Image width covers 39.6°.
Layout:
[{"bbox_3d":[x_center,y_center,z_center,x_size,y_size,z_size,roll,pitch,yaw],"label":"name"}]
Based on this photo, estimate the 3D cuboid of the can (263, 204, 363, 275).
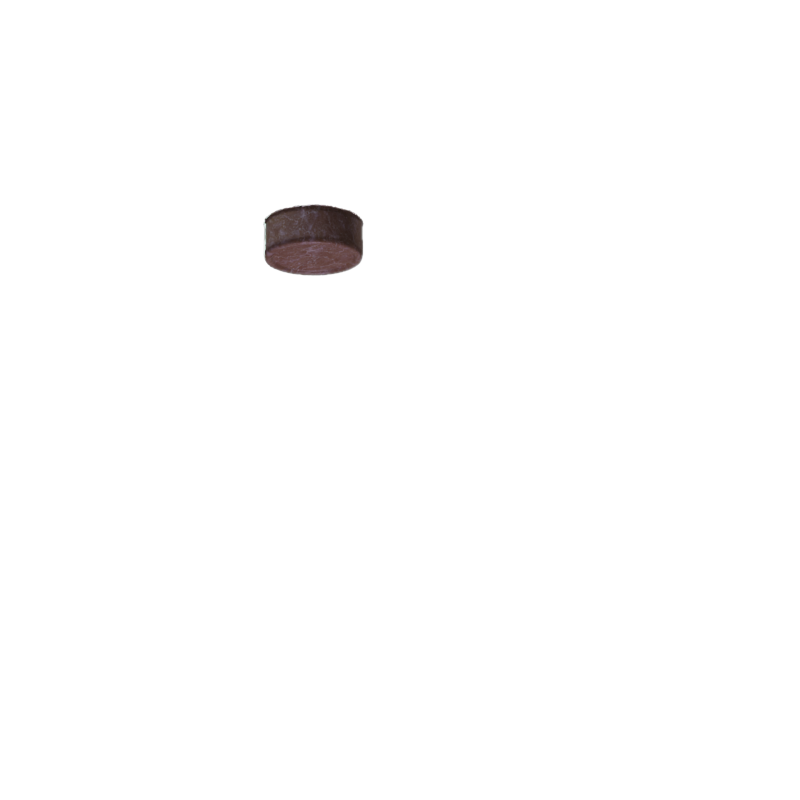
[{"bbox_3d":[-0.074,-0.135,0.945,0.086,0.035,0.083,0,-15,-2],"label":"can"}]
